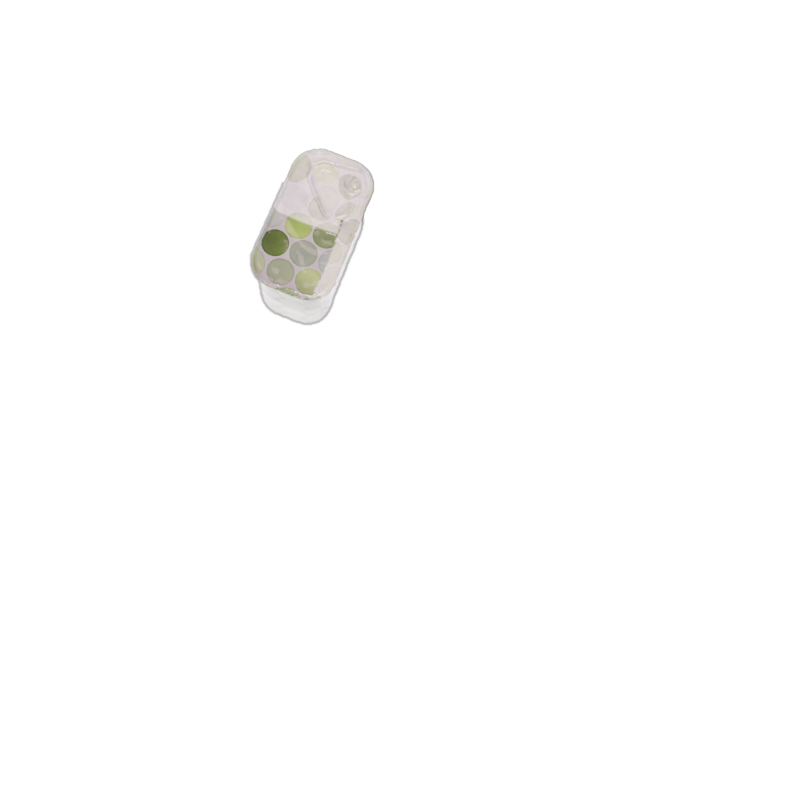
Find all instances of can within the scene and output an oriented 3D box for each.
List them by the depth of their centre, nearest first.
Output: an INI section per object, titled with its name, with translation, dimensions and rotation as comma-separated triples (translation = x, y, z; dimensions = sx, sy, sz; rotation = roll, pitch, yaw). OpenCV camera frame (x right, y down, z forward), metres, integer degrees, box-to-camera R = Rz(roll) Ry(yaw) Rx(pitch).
[can]
translation = -0.059, -0.108, 0.759
dimensions = 0.058, 0.105, 0.081
rotation = 21, -14, 2
